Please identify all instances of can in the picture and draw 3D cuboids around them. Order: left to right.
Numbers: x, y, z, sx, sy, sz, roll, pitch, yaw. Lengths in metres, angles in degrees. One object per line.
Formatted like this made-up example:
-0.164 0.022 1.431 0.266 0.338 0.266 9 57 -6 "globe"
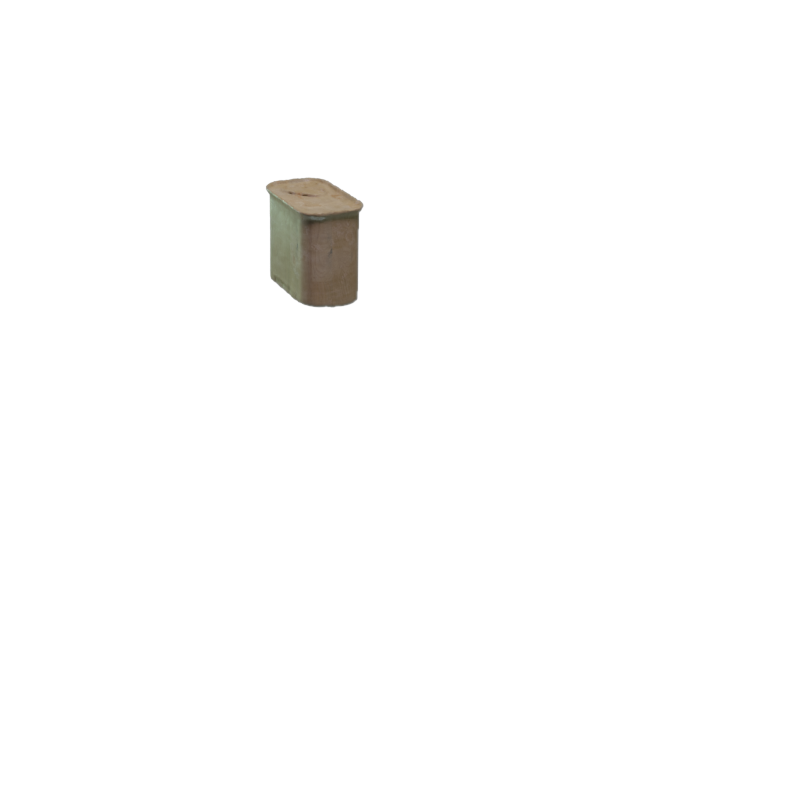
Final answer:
-0.073 -0.133 0.931 0.056 0.080 0.109 -9 26 -24 "can"
